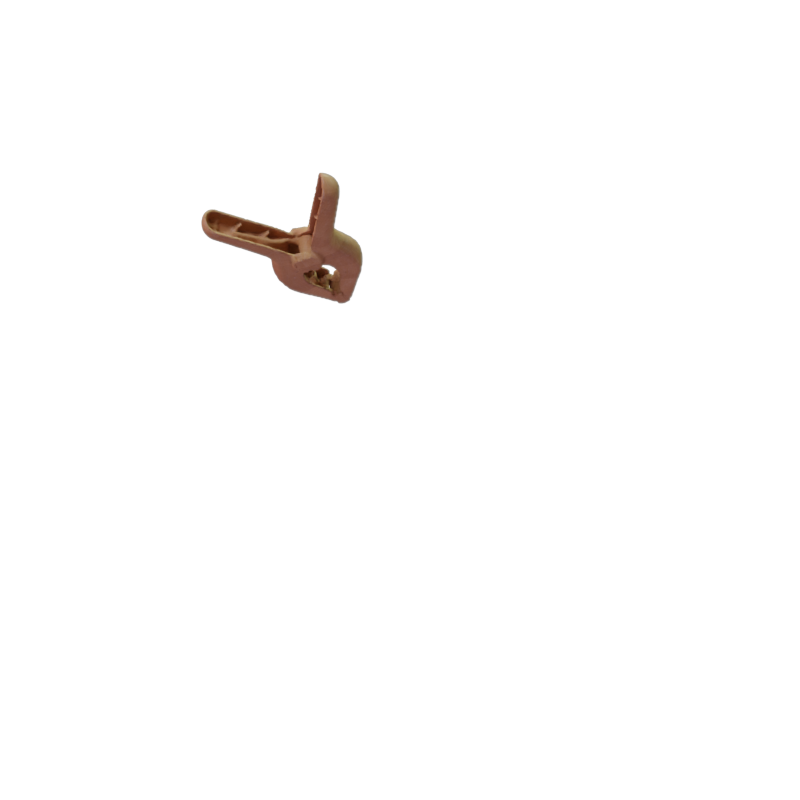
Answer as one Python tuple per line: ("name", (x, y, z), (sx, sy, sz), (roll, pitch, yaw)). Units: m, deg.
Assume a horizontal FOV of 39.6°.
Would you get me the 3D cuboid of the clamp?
("clamp", (-0.074, -0.135, 0.945), (0.122, 0.041, 0.160), (-13, -25, 29))
